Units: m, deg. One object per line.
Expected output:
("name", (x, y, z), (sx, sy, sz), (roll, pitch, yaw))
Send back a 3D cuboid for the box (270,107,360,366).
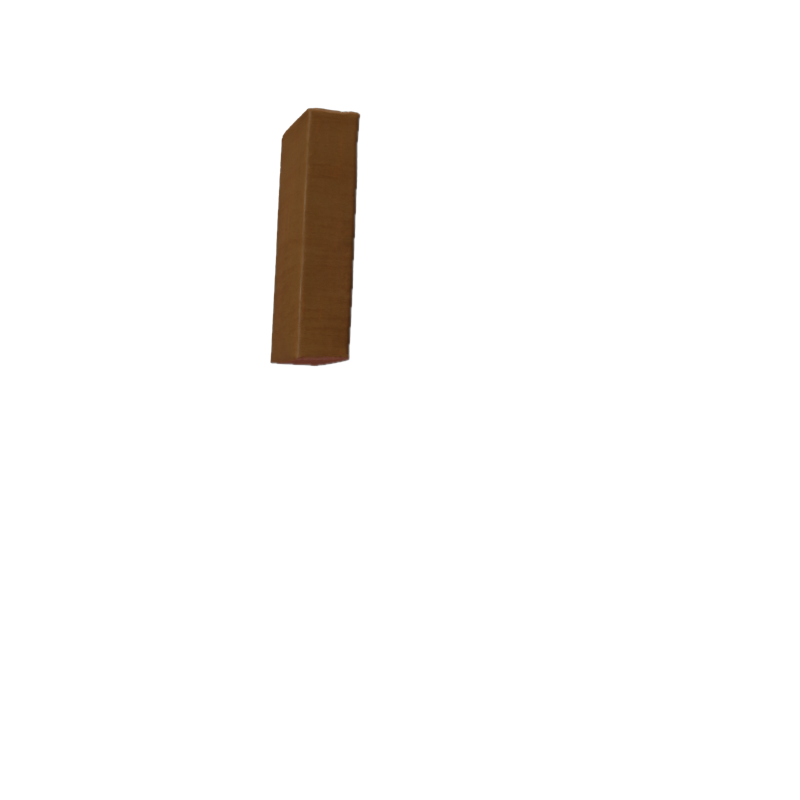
("box", (-0.063, -0.115, 0.803), (0.047, 0.180, 0.094), (2, -7, -17))
